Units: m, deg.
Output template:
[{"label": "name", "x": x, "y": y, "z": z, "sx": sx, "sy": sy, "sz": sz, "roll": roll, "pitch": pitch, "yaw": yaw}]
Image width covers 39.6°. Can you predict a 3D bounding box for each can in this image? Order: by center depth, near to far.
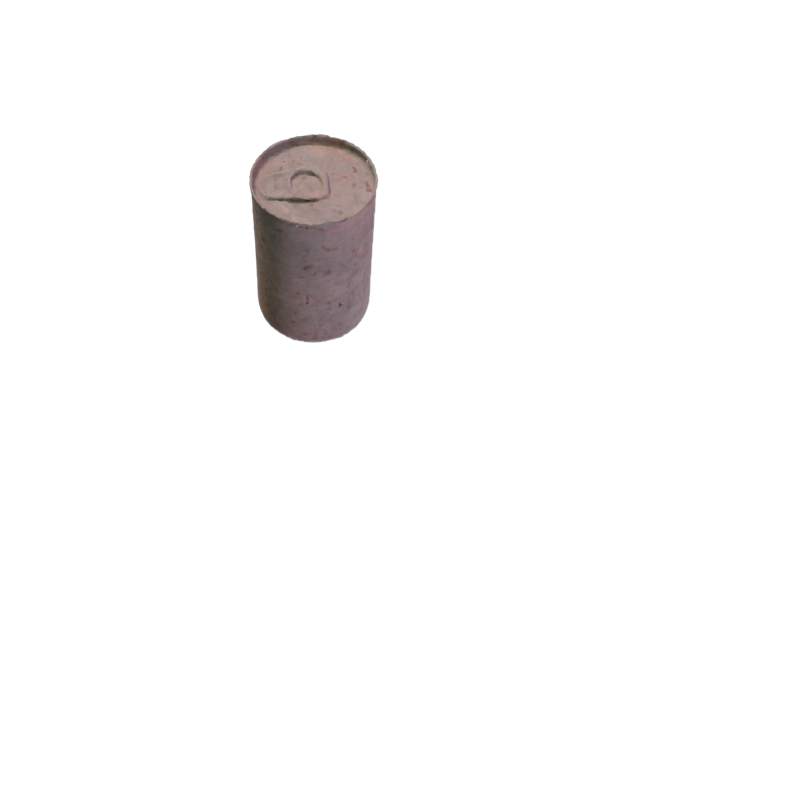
[{"label": "can", "x": -0.049, "y": -0.088, "z": 0.620, "sx": 0.068, "sy": 0.073, "sz": 0.095, "roll": 0, "pitch": -38, "yaw": -3}]
